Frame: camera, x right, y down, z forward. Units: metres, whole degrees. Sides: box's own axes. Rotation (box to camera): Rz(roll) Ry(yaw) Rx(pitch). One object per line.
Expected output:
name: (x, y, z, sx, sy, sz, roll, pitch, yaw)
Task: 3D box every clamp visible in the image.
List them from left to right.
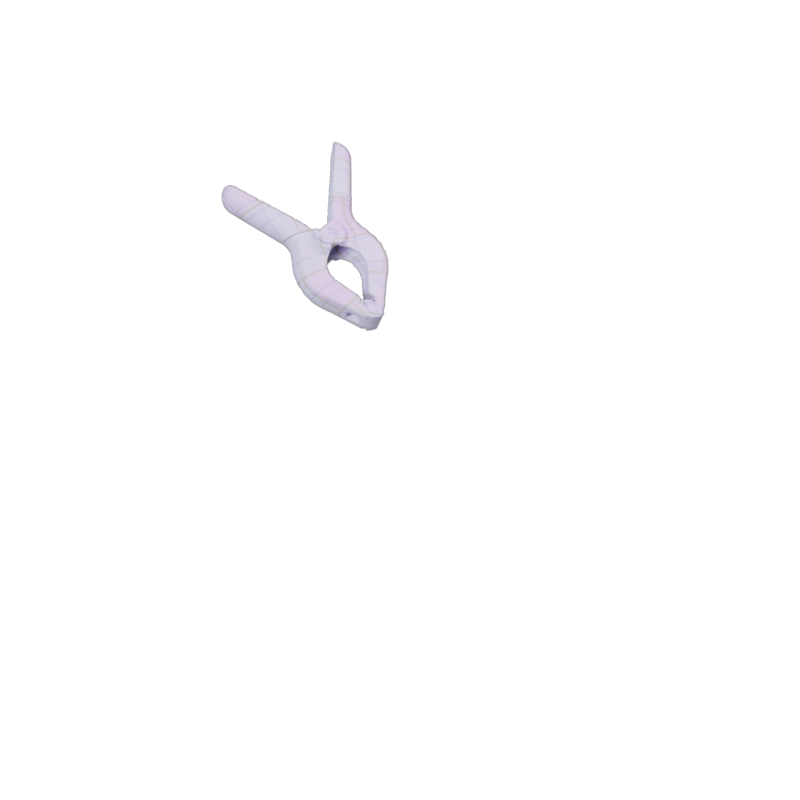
clamp: (-0.072, -0.131, 0.921, 0.119, 0.183, 0.037, -19, -25, -10)
